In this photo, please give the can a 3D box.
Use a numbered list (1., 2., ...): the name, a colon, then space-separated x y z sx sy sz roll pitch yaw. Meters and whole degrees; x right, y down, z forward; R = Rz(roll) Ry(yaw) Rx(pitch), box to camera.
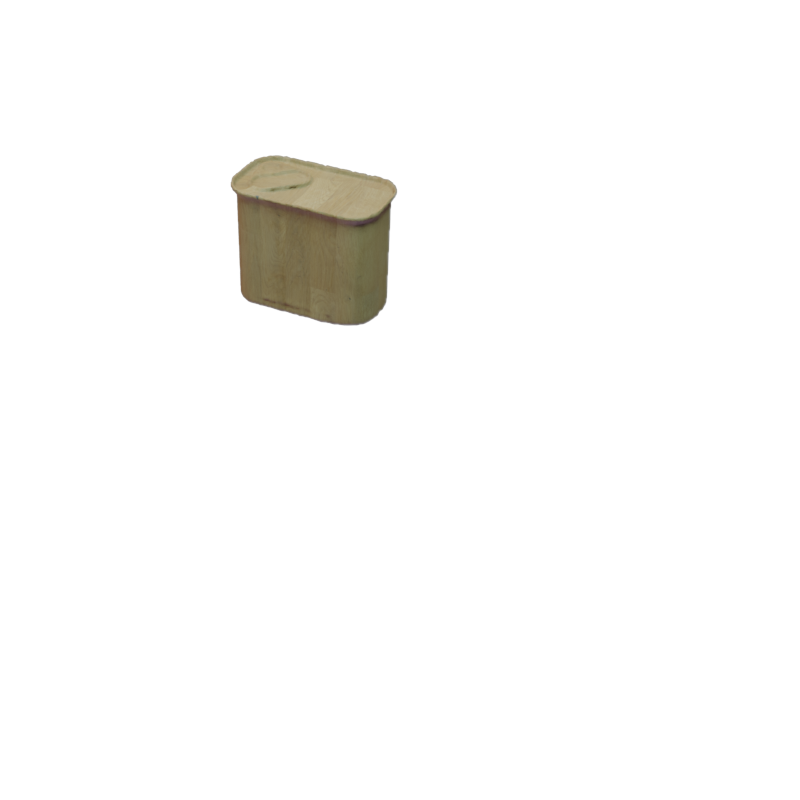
1. can: -0.056 -0.101 0.711 0.106 0.078 0.059 16 37 20
